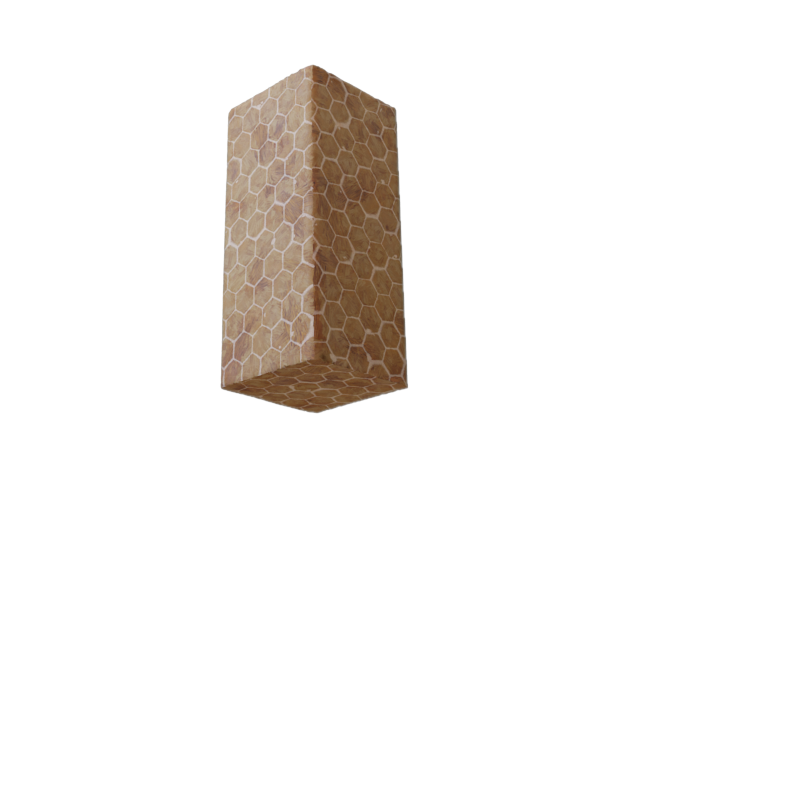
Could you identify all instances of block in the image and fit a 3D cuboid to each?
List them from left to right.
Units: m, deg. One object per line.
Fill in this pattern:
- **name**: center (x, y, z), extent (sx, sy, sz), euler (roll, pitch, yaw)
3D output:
- **block**: center (-0.060, -0.108, 0.752), extent (0.092, 0.217, 0.085), euler (-21, -29, 39)
